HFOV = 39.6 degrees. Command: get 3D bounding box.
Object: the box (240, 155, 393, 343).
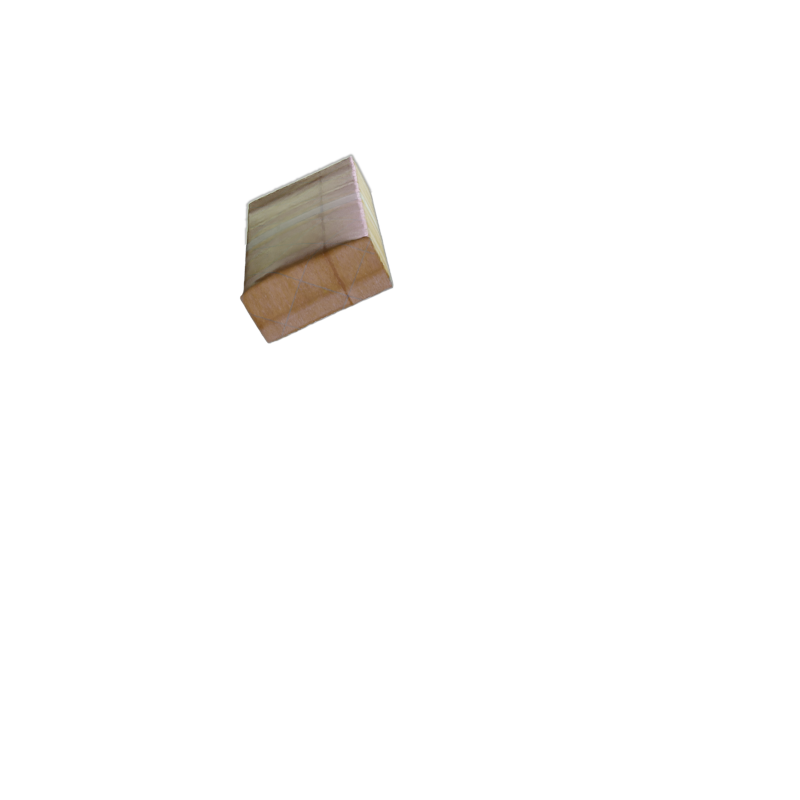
[{"bbox_3d":[-0.061,-0.111,0.778,0.093,0.045,0.186,-23,25,7],"label":"box"}]
